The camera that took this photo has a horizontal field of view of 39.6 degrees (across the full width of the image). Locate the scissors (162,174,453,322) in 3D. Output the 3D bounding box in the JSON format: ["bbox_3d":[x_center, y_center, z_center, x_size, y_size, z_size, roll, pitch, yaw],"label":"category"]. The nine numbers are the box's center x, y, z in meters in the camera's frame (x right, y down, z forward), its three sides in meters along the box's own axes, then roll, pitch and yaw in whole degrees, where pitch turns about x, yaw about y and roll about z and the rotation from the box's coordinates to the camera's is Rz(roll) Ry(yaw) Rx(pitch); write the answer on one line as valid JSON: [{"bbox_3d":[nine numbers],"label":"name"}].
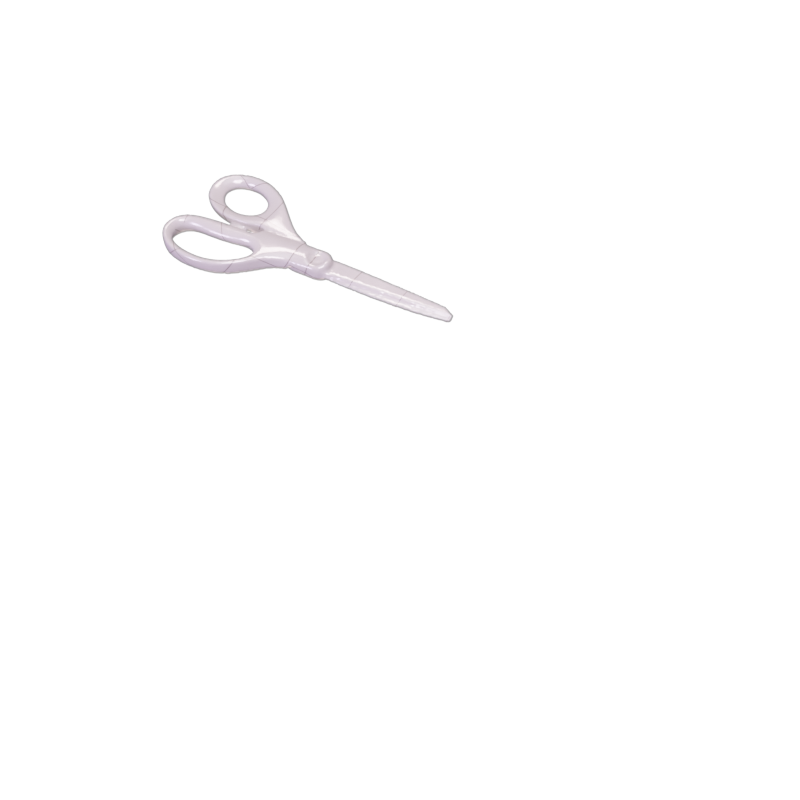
[{"bbox_3d":[-0.059,-0.107,0.748,0.205,0.102,0.015,10,-39,8],"label":"scissors"}]
